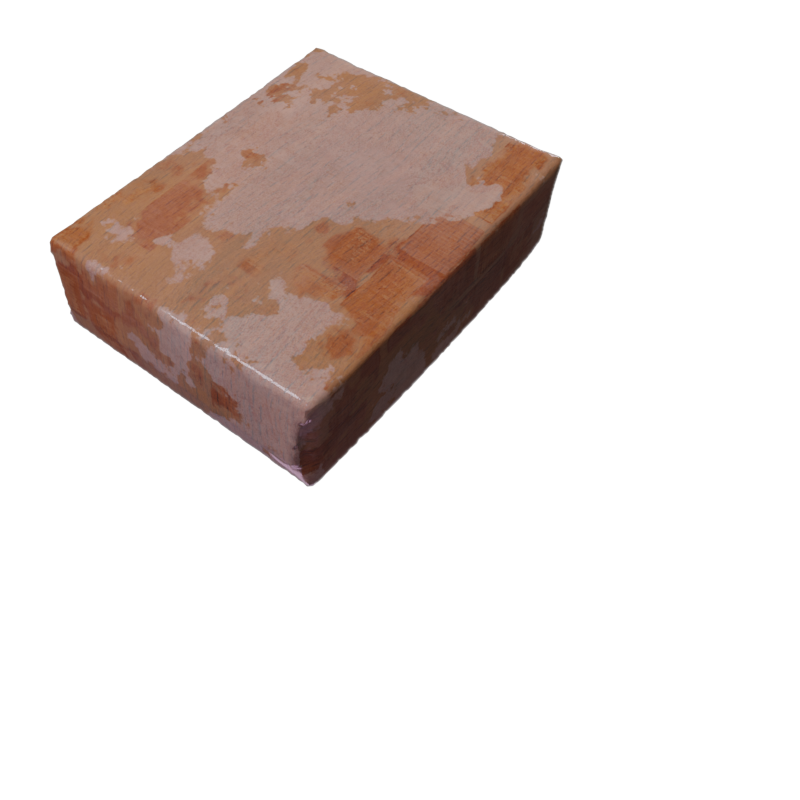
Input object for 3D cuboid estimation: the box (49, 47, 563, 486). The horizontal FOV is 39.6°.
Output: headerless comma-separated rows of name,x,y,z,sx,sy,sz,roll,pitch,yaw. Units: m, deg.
box,-0.024,-0.044,0.307,0.095,0.036,0.115,30,54,24
